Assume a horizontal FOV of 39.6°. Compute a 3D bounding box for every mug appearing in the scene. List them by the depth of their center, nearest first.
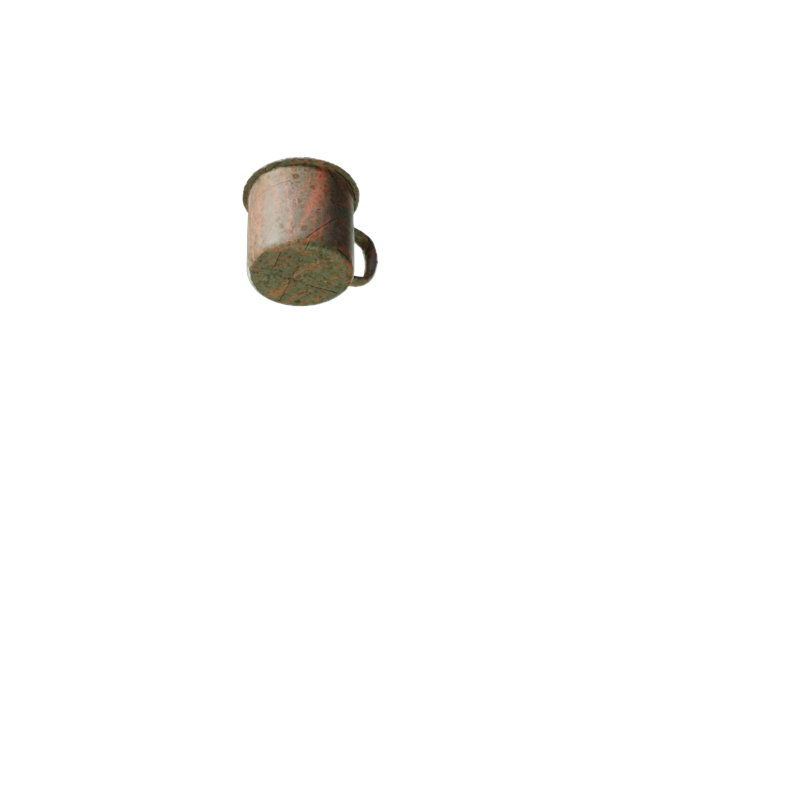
[{"bbox_3d":[-0.067,-0.123,0.859,0.111,0.087,0.092,23,-42,-31],"label":"mug"}]
